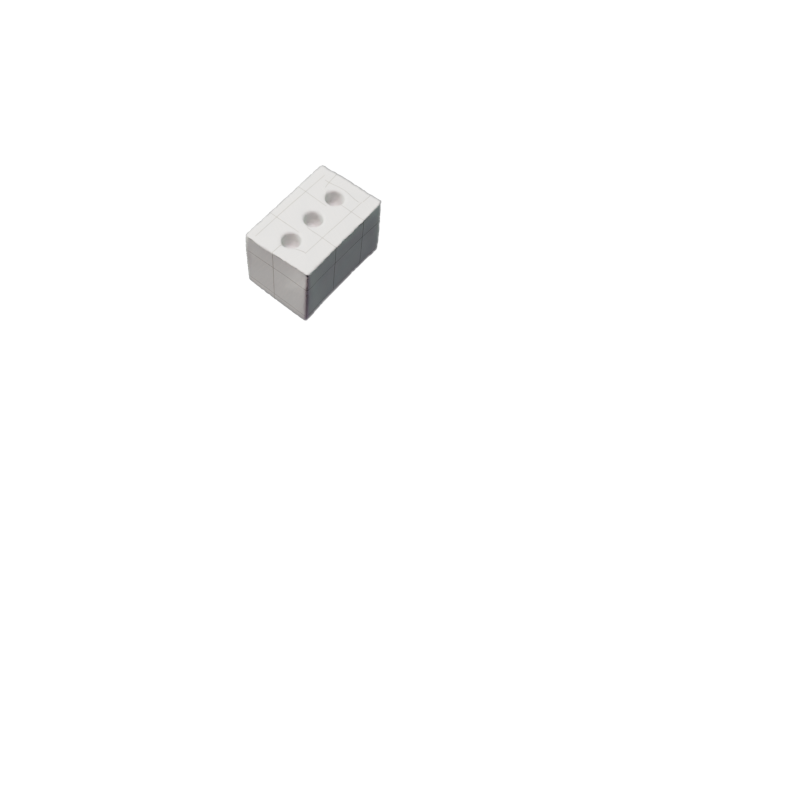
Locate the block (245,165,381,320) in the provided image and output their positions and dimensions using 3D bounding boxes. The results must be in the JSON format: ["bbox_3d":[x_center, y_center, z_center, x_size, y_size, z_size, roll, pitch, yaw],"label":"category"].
[{"bbox_3d":[-0.057,-0.103,0.725,0.055,0.079,0.048,33,-28,18],"label":"block"}]
